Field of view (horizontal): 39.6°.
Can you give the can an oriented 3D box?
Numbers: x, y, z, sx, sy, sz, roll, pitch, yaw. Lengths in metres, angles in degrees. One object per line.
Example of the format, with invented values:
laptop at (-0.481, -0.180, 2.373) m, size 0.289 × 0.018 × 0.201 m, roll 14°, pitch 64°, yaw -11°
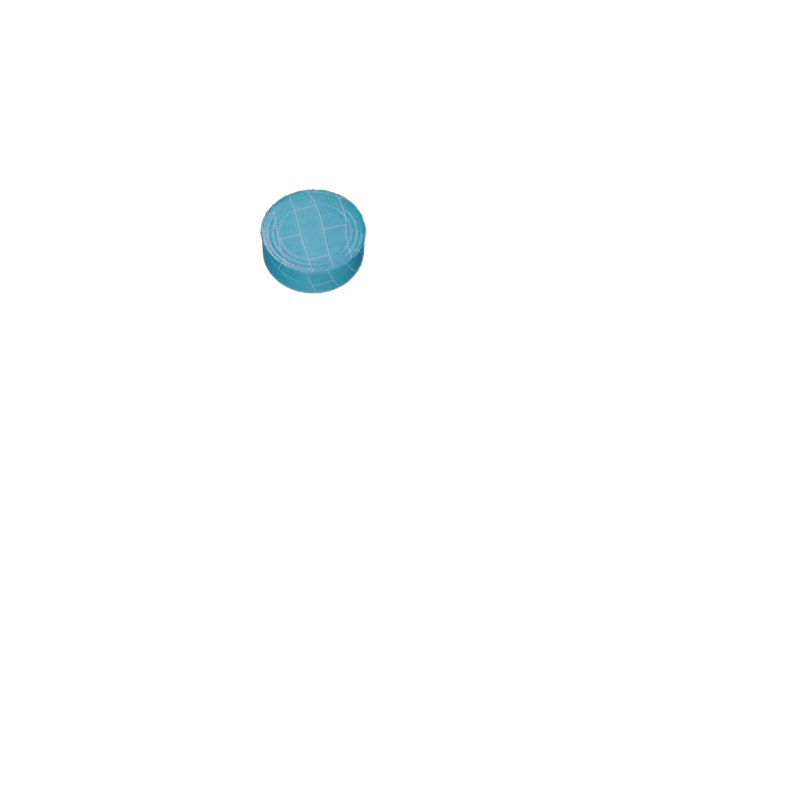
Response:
can at (-0.071, -0.130, 0.912) m, size 0.086 × 0.092 × 0.031 m, roll -1°, pitch -34°, yaw -1°
